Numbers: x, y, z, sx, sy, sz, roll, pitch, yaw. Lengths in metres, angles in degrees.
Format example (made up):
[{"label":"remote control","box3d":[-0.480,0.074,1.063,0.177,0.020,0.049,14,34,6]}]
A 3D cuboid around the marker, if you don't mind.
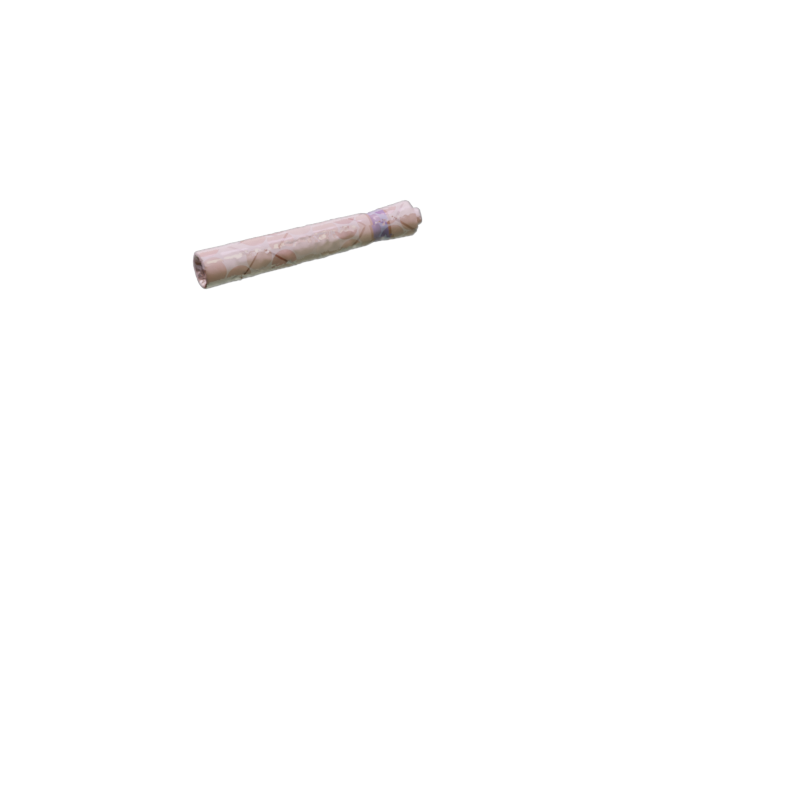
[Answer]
[{"label":"marker","box3d":[-0.043,-0.078,0.549,0.119,0.019,0.020,-18,11,-22]}]
